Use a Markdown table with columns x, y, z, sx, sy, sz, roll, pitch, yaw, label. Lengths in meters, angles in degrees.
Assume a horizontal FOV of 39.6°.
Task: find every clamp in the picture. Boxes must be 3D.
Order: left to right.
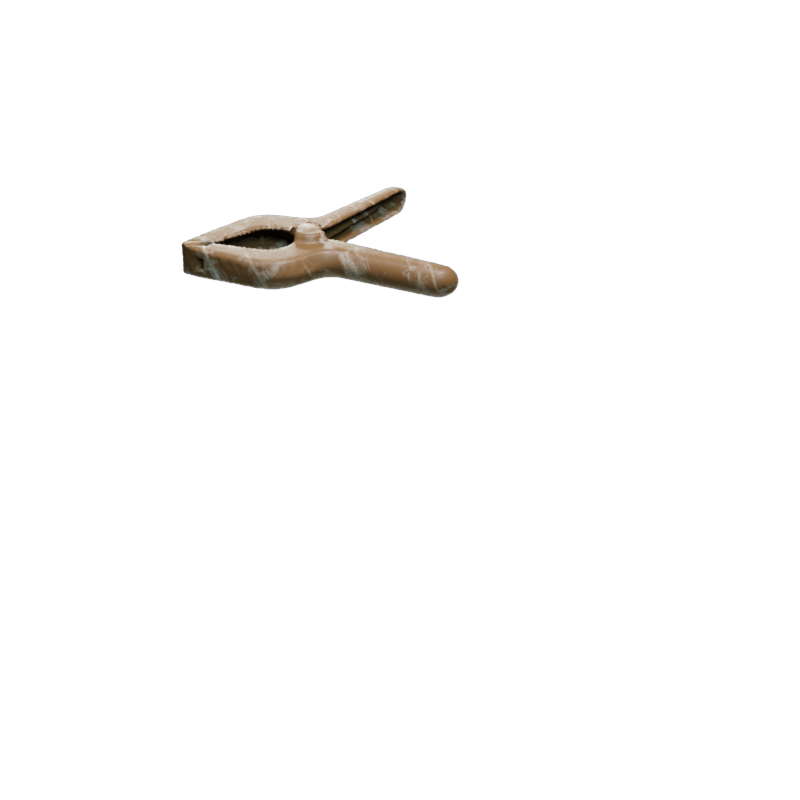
| x | y | z | sx | sy | sz | roll | pitch | yaw | label |
| --- | --- | --- | --- | --- | --- | --- | --- | --- | --- |
| -0.070 | -0.128 | 0.900 | 0.209 | 0.034 | 0.176 | -3 | 33 | -5 | clamp |
